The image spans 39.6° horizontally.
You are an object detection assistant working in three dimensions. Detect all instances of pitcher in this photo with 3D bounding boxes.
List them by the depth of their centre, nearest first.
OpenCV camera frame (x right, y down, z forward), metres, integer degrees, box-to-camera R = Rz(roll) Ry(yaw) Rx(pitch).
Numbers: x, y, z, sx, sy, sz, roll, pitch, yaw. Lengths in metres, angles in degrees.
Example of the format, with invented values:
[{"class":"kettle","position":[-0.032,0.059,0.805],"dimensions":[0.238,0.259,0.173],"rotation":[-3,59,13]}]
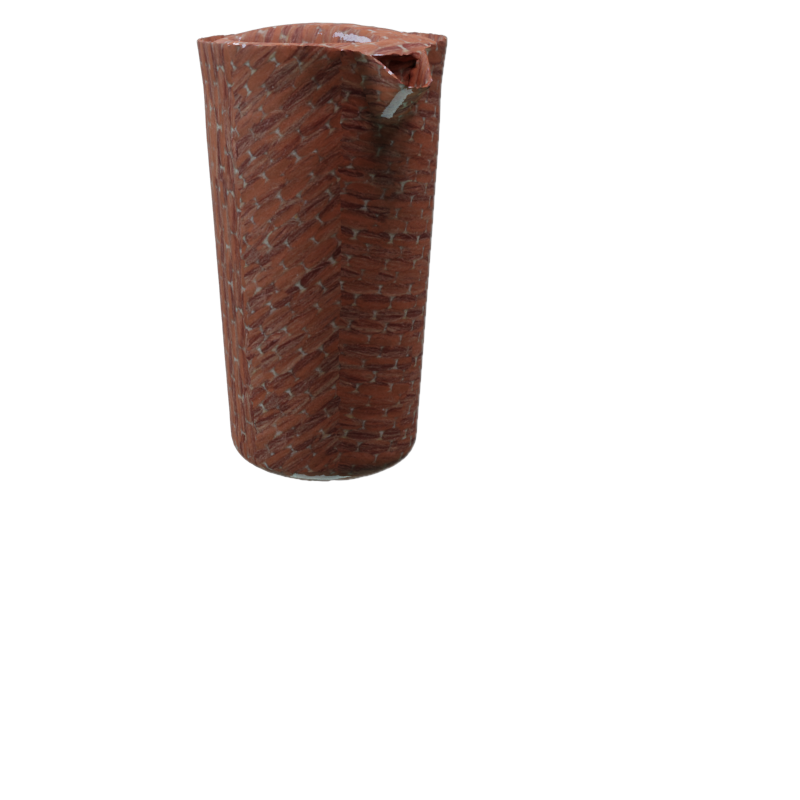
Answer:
[{"class":"pitcher","position":[-0.049,-0.089,0.625],"dimensions":[0.147,0.235,0.153],"rotation":[3,17,7]}]
